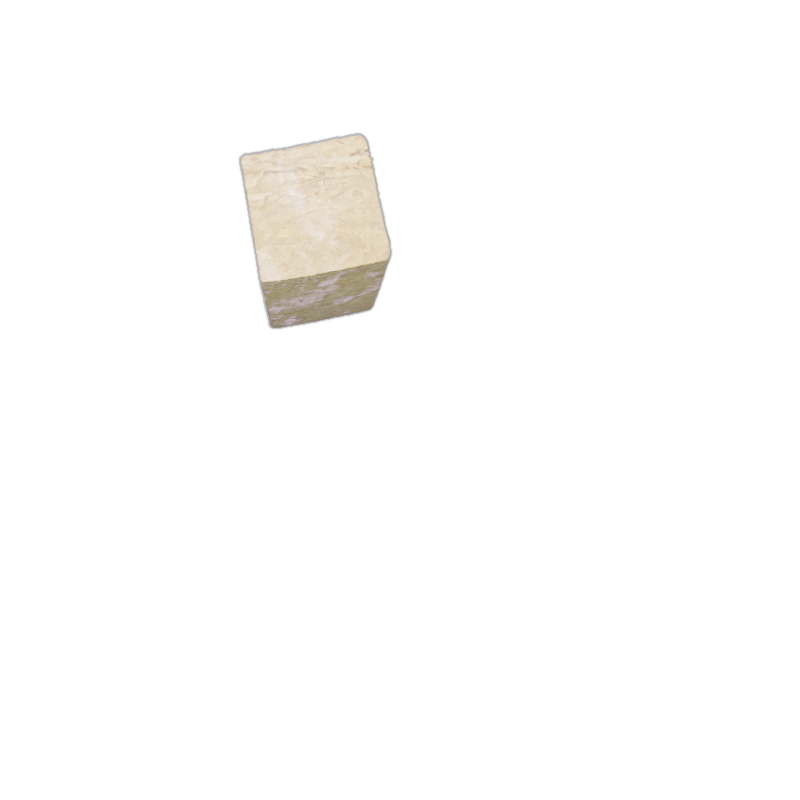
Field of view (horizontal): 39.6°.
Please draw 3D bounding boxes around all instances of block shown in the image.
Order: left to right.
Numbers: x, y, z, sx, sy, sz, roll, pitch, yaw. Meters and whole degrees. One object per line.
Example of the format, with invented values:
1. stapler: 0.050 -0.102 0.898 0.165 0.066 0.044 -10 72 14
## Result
1. block: -0.065 -0.119 0.835 0.090 0.093 0.202 -11 -6 -5
